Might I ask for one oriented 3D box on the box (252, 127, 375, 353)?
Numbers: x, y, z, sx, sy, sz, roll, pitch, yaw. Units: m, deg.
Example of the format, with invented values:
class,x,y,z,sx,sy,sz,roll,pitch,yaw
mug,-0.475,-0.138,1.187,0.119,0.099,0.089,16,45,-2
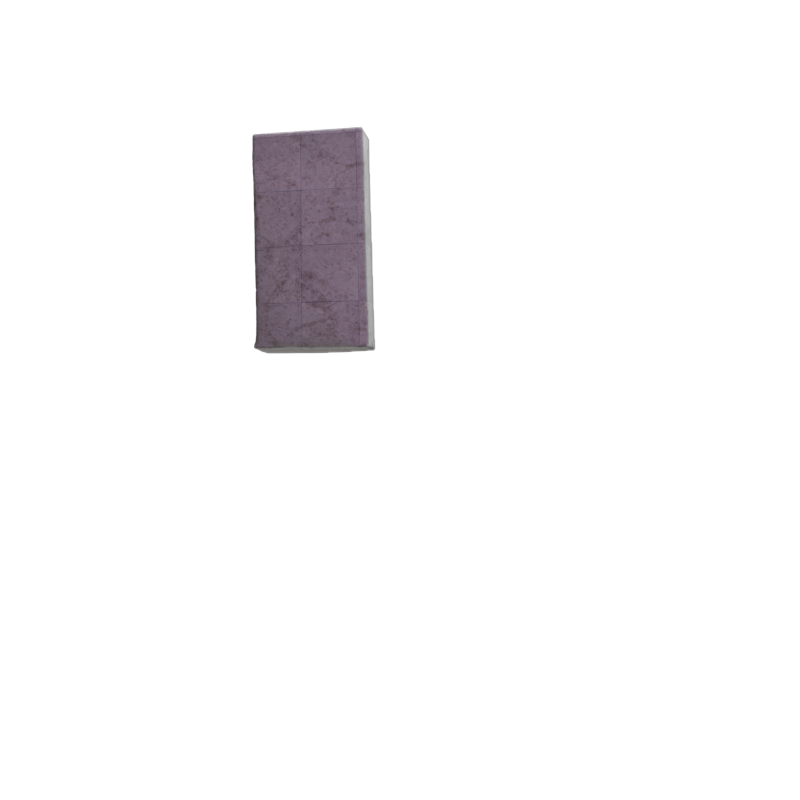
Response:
class,x,y,z,sx,sy,sz,roll,pitch,yaw
box,-0.069,-0.127,0.891,0.094,0.181,0.046,-2,-10,10
